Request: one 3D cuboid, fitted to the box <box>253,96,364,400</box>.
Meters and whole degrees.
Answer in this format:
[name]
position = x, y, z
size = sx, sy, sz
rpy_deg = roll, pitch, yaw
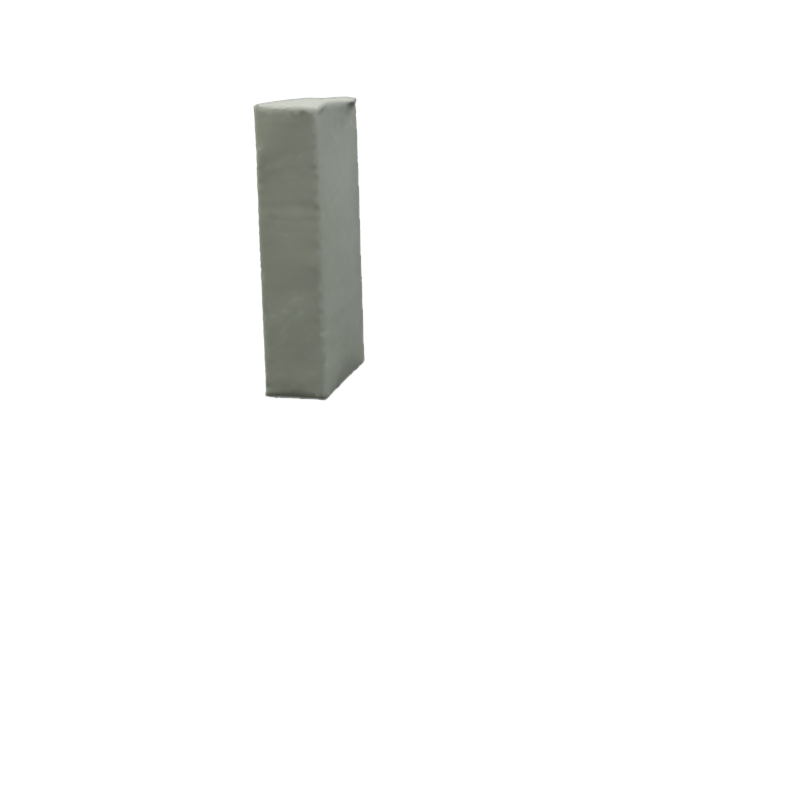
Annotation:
[box]
position = -0.054, -0.098, 0.689
size = 0.049, 0.172, 0.094
rpy_deg = 3, 13, 13
